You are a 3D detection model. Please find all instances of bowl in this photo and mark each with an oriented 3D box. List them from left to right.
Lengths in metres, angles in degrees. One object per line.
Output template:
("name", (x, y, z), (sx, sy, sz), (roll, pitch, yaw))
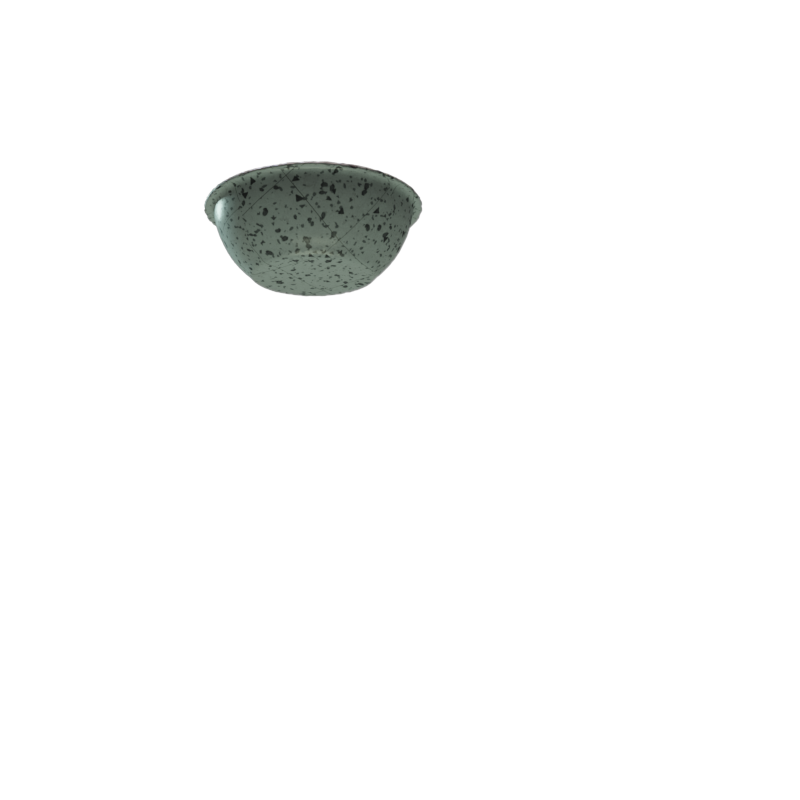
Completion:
("bowl", (-0.064, -0.116, 0.814), (0.162, 0.057, 0.156), (0, -15, -2))
